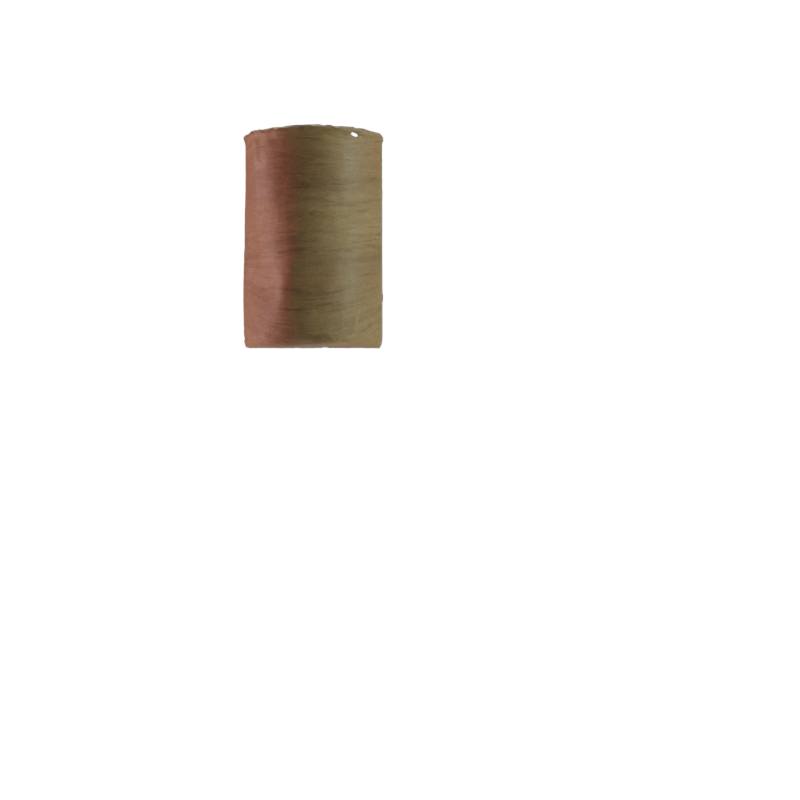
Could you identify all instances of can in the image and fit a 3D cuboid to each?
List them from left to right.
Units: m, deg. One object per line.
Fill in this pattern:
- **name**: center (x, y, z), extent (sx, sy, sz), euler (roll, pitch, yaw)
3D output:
- **can**: center (-0.042, -0.076, 0.533), extent (0.068, 0.103, 0.068), euler (0, -3, -2)
